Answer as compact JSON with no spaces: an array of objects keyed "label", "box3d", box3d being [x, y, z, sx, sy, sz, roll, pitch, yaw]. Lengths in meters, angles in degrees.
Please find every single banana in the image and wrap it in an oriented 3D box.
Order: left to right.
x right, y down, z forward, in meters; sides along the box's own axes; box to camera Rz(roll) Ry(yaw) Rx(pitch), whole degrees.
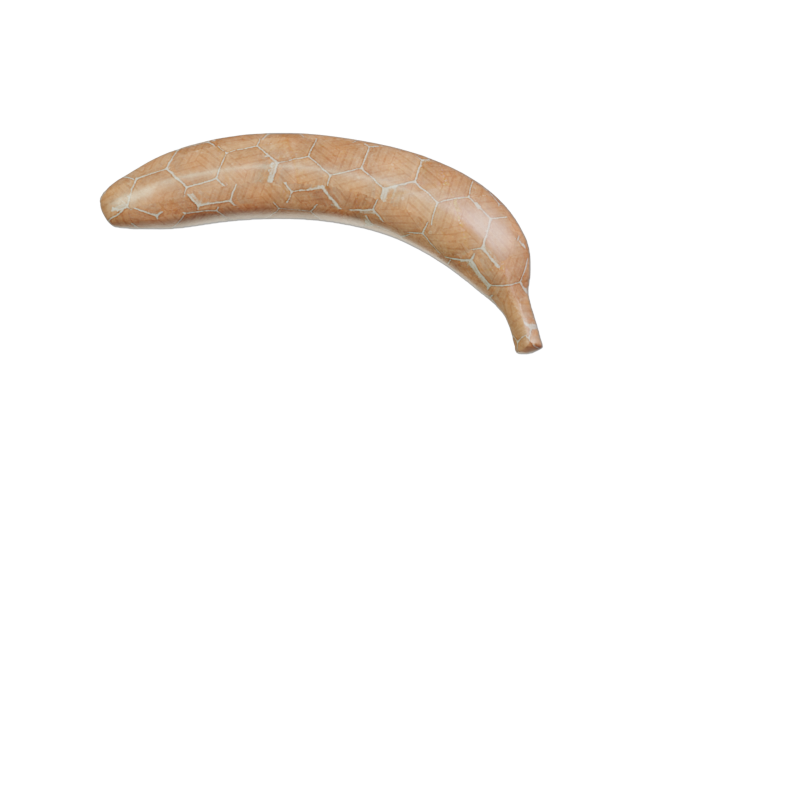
[{"label":"banana","box3d":[-0.028,-0.082,0.474,0.201,0.073,0.035,17,-27,9]}]
